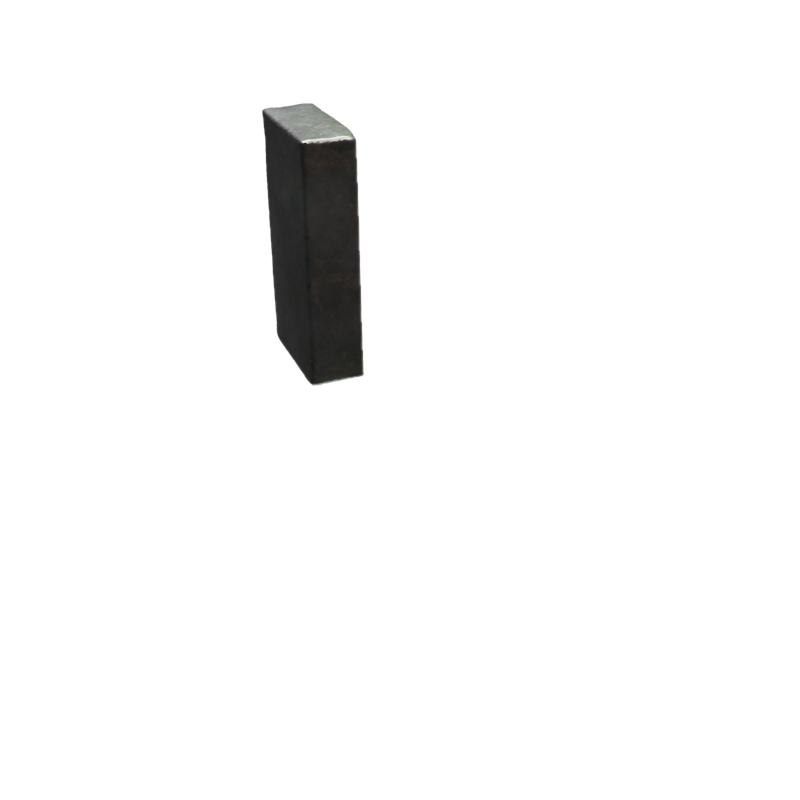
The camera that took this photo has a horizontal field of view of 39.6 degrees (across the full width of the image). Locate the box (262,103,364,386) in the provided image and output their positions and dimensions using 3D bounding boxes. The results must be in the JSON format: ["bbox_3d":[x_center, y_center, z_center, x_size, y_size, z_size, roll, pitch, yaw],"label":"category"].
[{"bbox_3d":[-0.060,-0.111,0.775,0.047,0.167,0.100,-7,26,-20],"label":"box"}]
